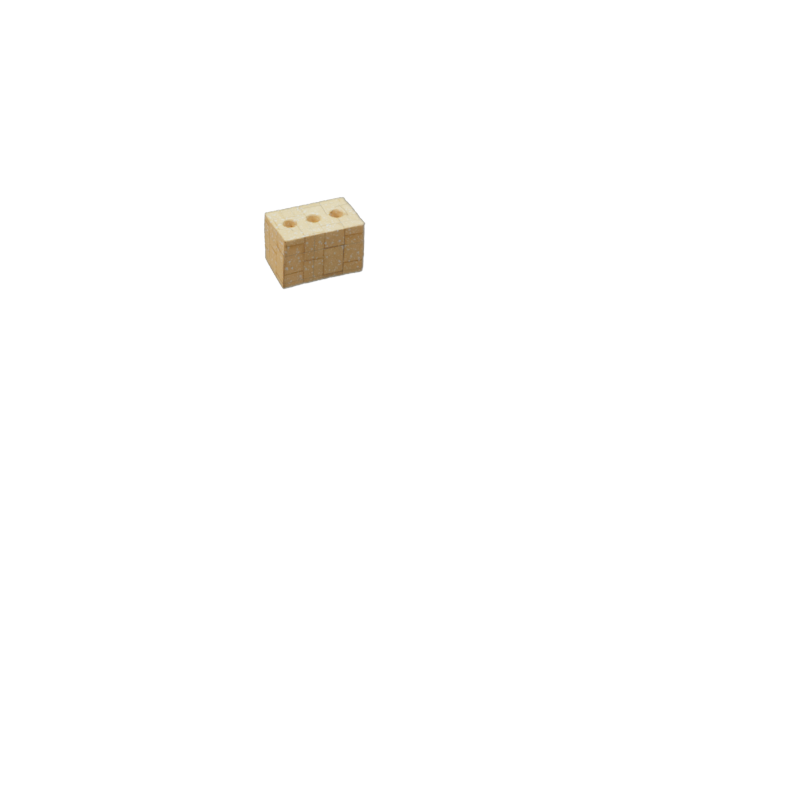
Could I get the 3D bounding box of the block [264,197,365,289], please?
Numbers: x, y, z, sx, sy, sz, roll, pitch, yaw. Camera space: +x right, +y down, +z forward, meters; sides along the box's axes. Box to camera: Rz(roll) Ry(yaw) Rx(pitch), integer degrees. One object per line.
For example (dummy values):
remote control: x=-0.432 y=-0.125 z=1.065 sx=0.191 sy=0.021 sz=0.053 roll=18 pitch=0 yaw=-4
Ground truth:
block: x=-0.077 y=-0.141 z=0.984 sx=0.077 sy=0.048 sz=0.057 roll=-15 pitch=41 yaw=-19
